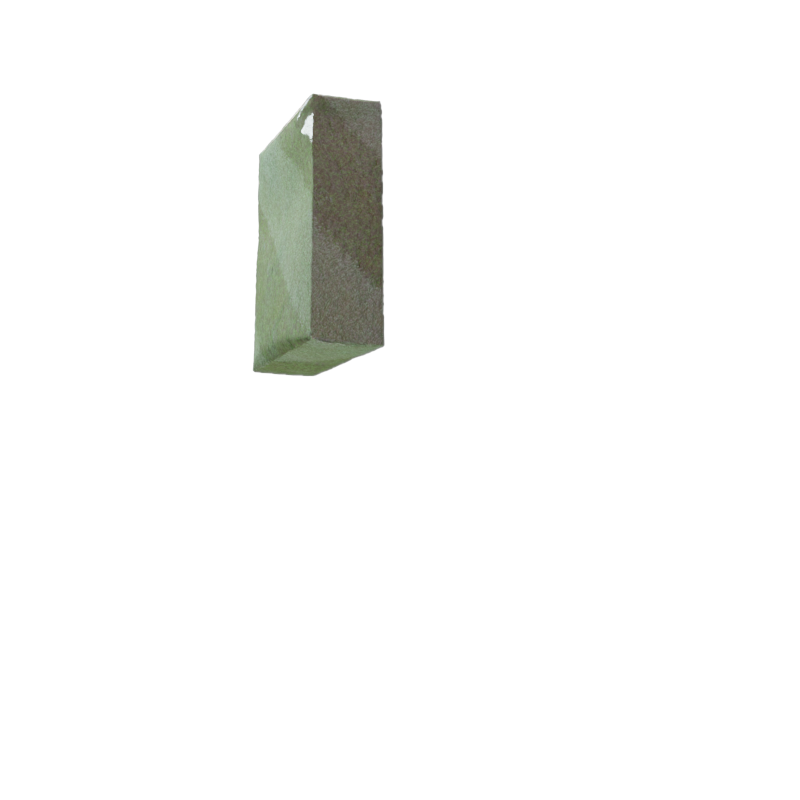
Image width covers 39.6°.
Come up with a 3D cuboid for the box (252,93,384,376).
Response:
[{"bbox_3d":[-0.076,-0.139,0.971,0.070,0.221,0.164,5,-13,-23],"label":"box"}]
